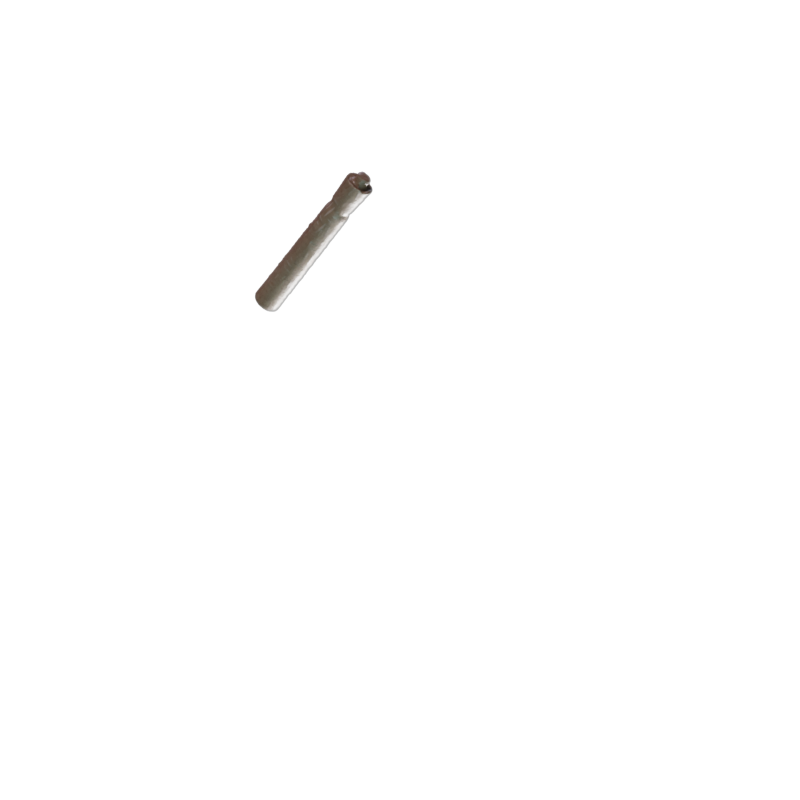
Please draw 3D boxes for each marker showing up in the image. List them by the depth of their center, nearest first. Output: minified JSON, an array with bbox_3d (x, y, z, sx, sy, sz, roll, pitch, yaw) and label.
[{"bbox_3d":[-0.056,-0.102,0.713,0.019,0.021,0.118,-3,-36,-48],"label":"marker"}]
